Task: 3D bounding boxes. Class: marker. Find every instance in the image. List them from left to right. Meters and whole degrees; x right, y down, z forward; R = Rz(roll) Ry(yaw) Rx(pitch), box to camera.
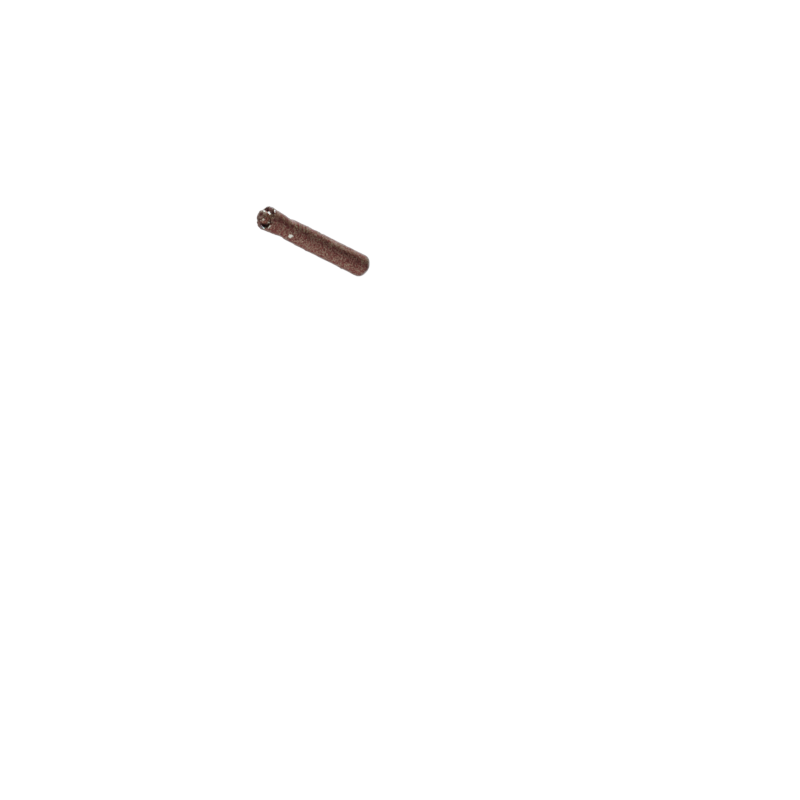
[{"bbox_3d":[-0.068,-0.124,0.872,0.021,0.020,0.113,4,-12,42],"label":"marker"}]
